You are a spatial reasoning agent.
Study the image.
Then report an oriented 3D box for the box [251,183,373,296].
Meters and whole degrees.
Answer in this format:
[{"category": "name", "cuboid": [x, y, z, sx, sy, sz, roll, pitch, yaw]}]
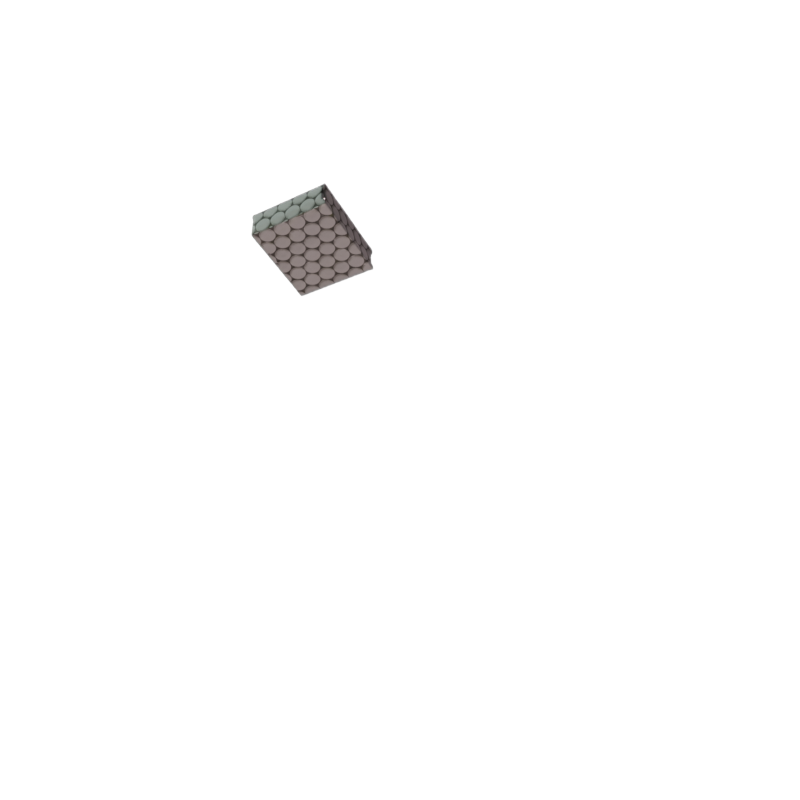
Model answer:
[{"category": "box", "cuboid": [-0.075, -0.137, 0.962, 0.073, 0.032, 0.083, -21, -47, 20]}]
